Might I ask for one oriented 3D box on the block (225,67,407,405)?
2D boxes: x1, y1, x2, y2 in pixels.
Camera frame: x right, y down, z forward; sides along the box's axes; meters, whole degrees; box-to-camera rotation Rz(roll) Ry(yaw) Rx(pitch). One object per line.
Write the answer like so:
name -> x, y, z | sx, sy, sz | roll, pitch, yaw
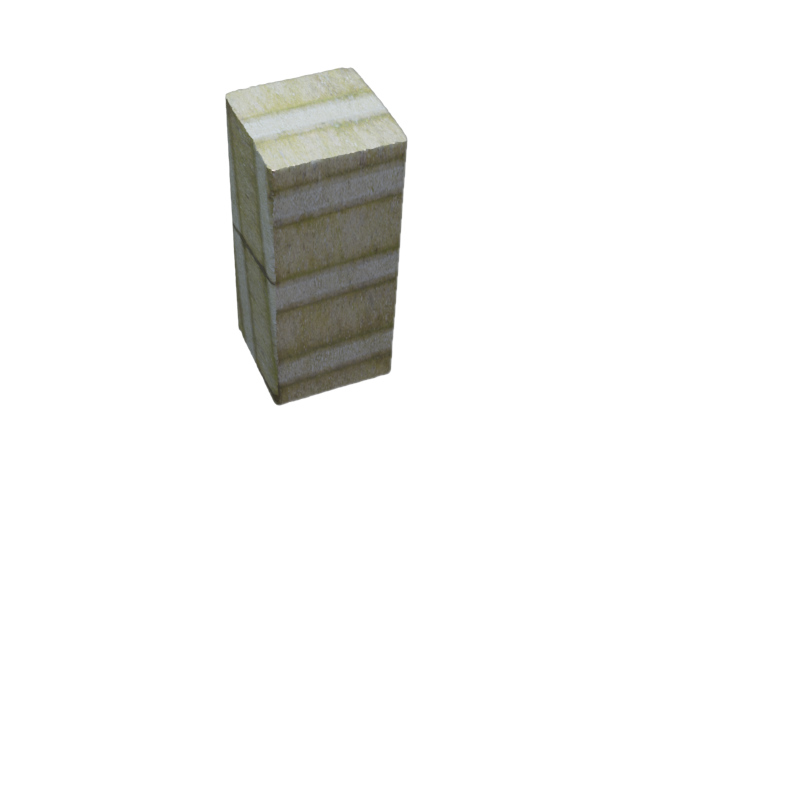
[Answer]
block -> -0.058, -0.107, 0.745 | 0.090, 0.192, 0.098 | -15, 48, -18
